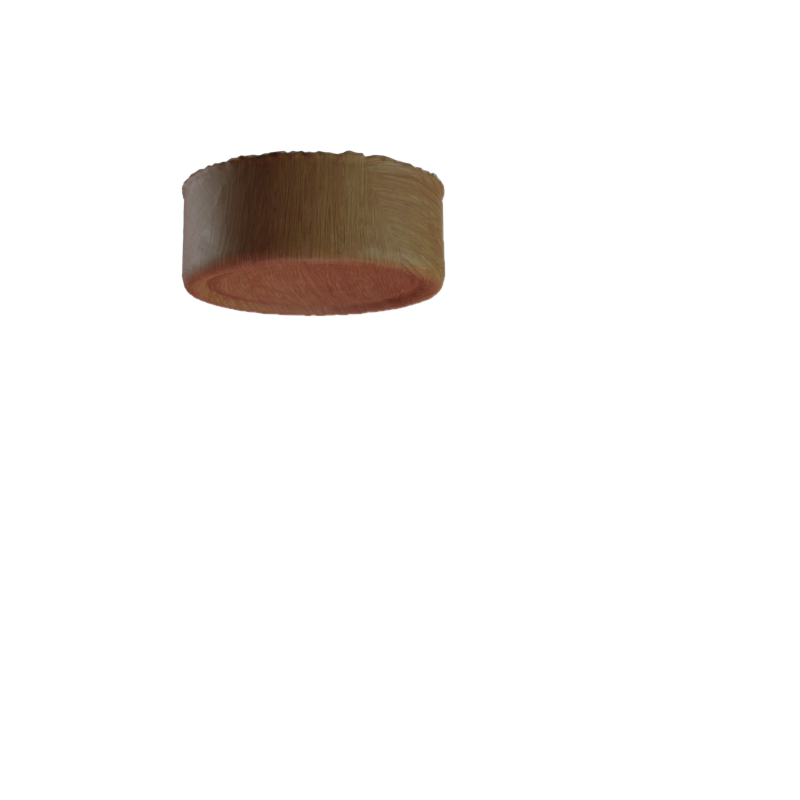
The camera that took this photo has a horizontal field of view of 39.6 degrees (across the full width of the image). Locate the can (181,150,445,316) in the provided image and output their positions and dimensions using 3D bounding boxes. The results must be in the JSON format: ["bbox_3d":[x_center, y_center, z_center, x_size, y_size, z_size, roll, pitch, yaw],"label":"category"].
[{"bbox_3d":[-0.028,-0.051,0.359,0.086,0.035,0.084,0,-8,-2],"label":"can"}]
